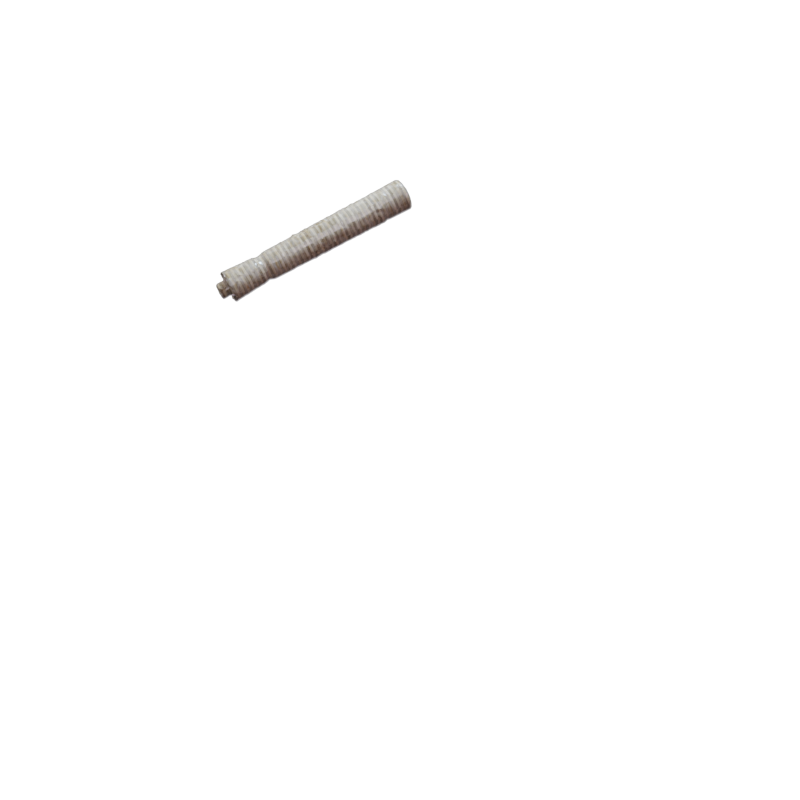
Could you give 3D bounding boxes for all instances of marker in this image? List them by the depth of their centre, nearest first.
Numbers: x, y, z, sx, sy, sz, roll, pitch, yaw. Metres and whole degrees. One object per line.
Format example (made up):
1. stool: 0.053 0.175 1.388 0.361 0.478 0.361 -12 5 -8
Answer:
1. marker: -0.049 -0.090 0.628 0.121 0.019 0.020 -30 11 -11
